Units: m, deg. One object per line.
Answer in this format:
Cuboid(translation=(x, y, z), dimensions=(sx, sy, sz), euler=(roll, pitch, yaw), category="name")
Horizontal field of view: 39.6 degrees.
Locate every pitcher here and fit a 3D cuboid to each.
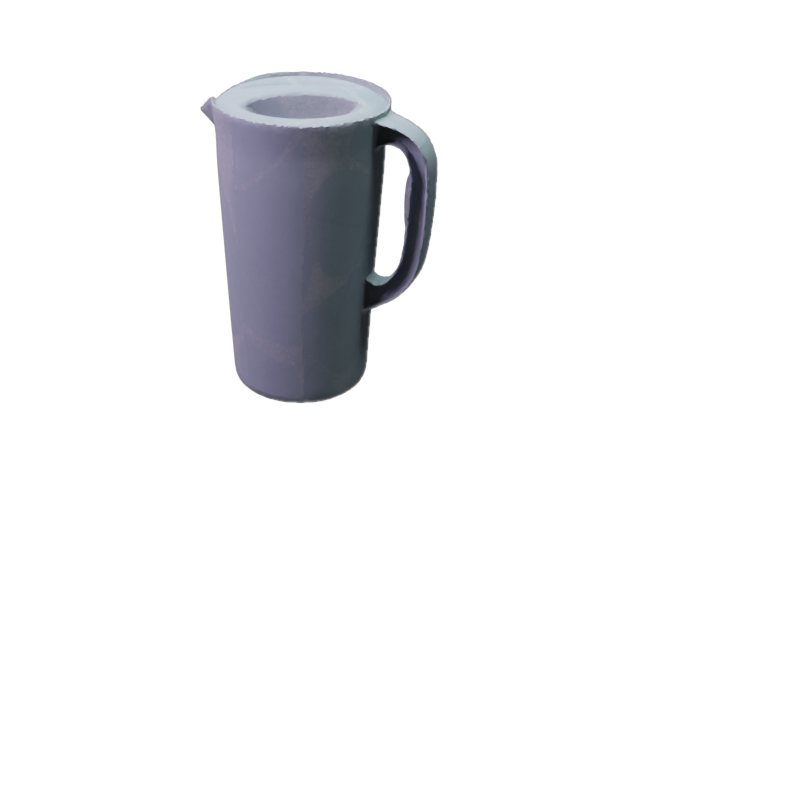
Cuboid(translation=(-0.067, -0.122, 0.854), dimensions=(0.142, 0.230, 0.160), euler=(-10, 30, -21), category="pitcher")
